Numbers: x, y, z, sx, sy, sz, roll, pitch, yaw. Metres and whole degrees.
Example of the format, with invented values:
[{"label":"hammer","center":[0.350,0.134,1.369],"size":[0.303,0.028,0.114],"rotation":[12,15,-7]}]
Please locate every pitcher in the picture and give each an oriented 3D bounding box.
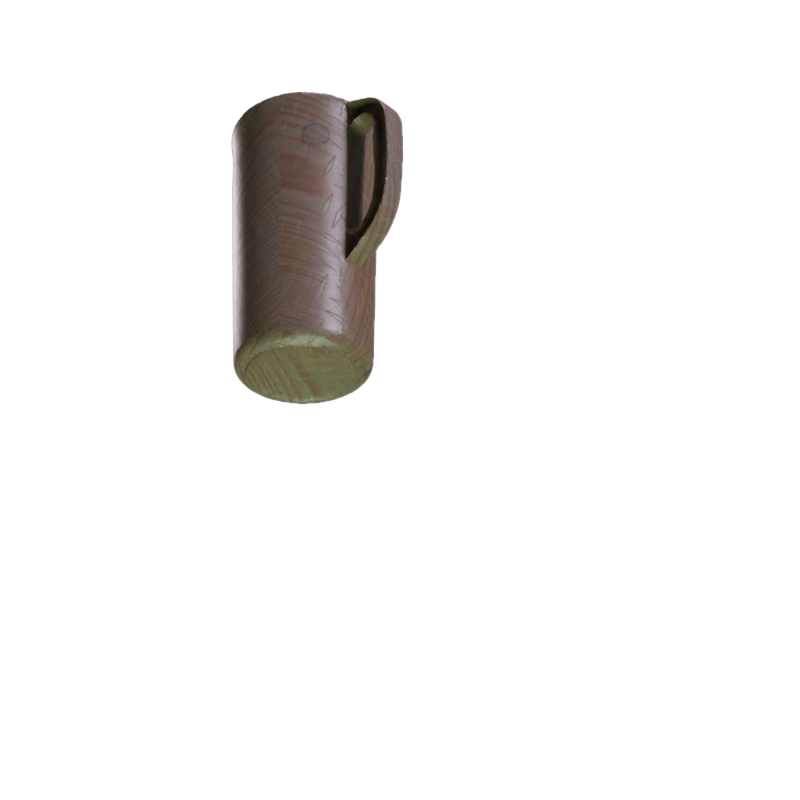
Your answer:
[{"label":"pitcher","center":[-0.071,-0.129,0.907],"size":[0.145,0.260,0.140],"rotation":[-1,-34,-2]}]
